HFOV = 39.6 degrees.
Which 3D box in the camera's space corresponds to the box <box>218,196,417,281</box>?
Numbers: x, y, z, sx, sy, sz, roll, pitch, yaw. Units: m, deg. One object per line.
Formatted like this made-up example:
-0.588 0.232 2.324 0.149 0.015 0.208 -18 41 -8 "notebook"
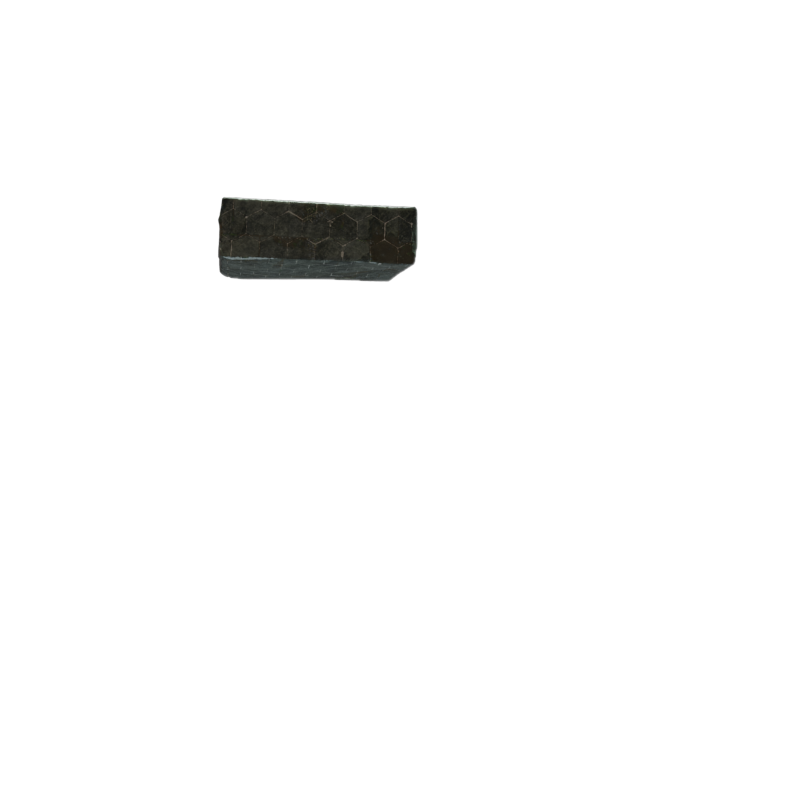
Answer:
-0.052 -0.094 0.659 0.112 0.039 0.089 0 -2 -7 "box"
